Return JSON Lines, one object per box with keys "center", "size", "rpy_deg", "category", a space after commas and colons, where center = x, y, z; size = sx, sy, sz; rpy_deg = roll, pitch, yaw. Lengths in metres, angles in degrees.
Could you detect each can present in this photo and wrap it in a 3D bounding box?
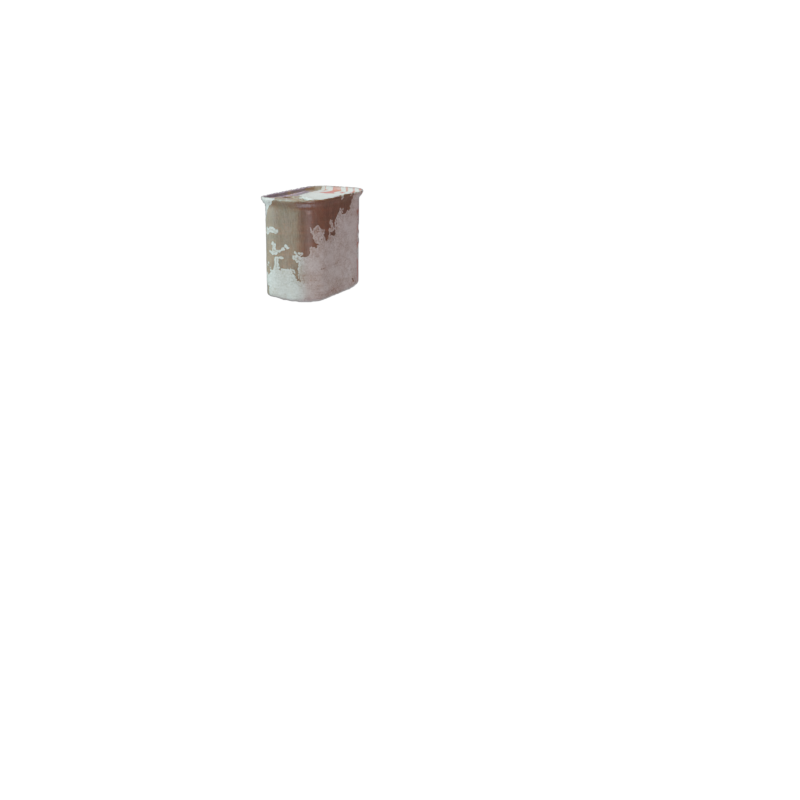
{"center": [-0.073, -0.133, 0.928], "size": [0.059, 0.082, 0.101], "rpy_deg": [6, 15, 24], "category": "can"}
